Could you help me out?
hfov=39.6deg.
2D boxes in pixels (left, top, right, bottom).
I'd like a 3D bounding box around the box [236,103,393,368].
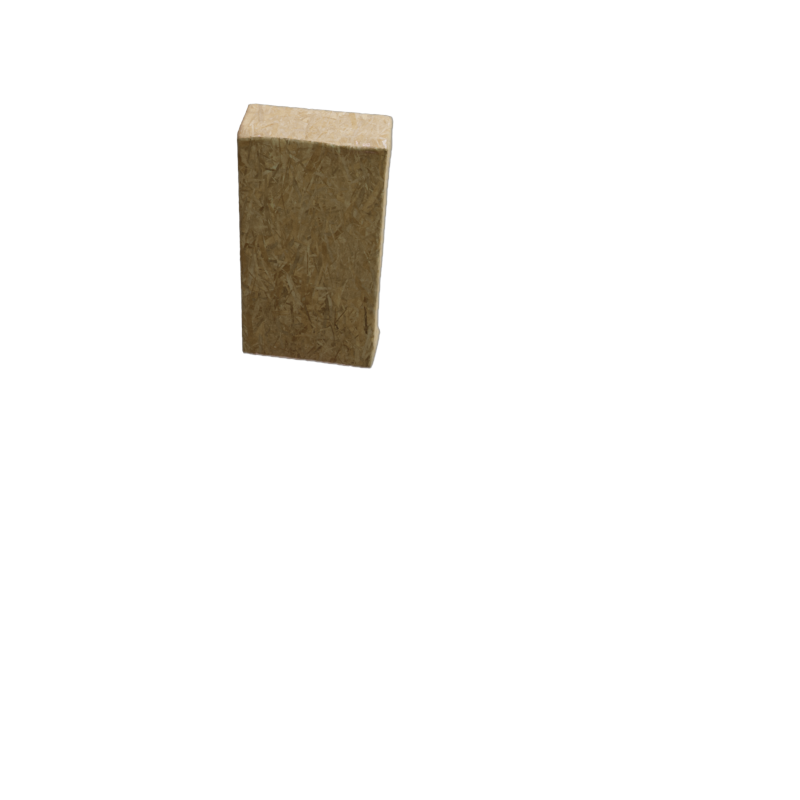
[{"bbox_3d":[-0.056,-0.102,0.716,0.094,0.164,0.051,7,42,4],"label":"box"}]
